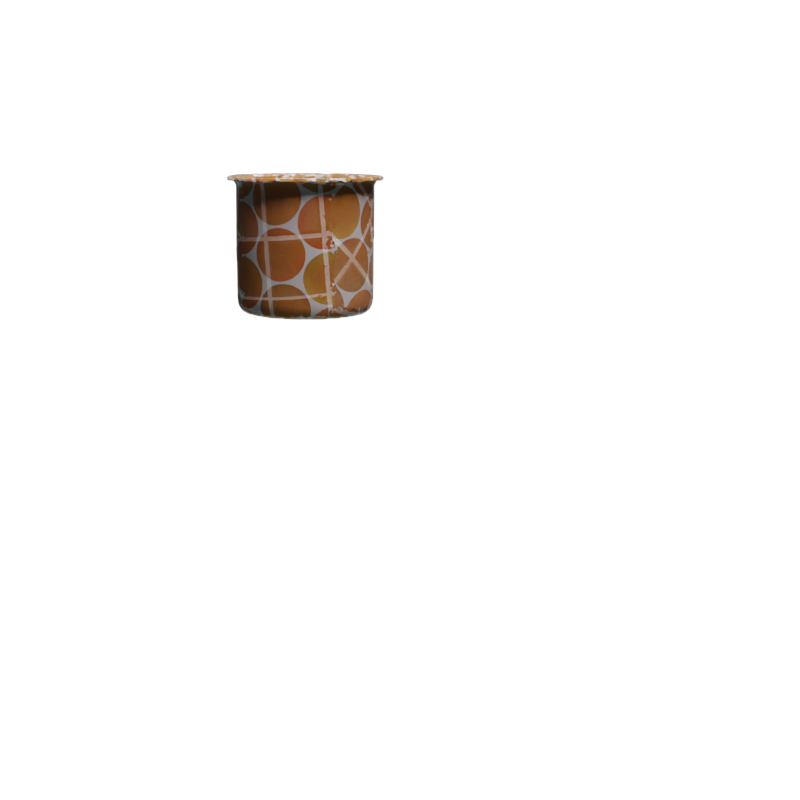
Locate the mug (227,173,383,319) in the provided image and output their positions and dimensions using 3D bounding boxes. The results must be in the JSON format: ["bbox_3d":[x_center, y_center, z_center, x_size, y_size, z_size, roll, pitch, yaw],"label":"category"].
[{"bbox_3d":[-0.053,-0.096,0.674,0.096,0.080,0.116,4,11,20],"label":"mug"}]
